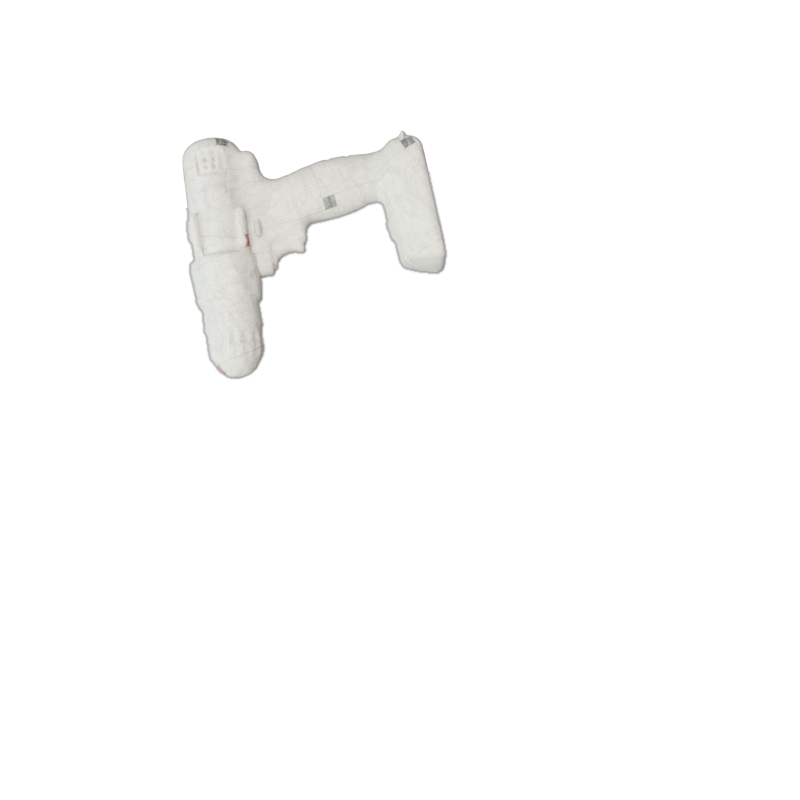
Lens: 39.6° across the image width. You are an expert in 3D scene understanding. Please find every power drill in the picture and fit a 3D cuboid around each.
[{"bbox_3d":[-0.065,-0.118,0.826,0.187,0.192,0.055,-9,-14,-3],"label":"power drill"}]
